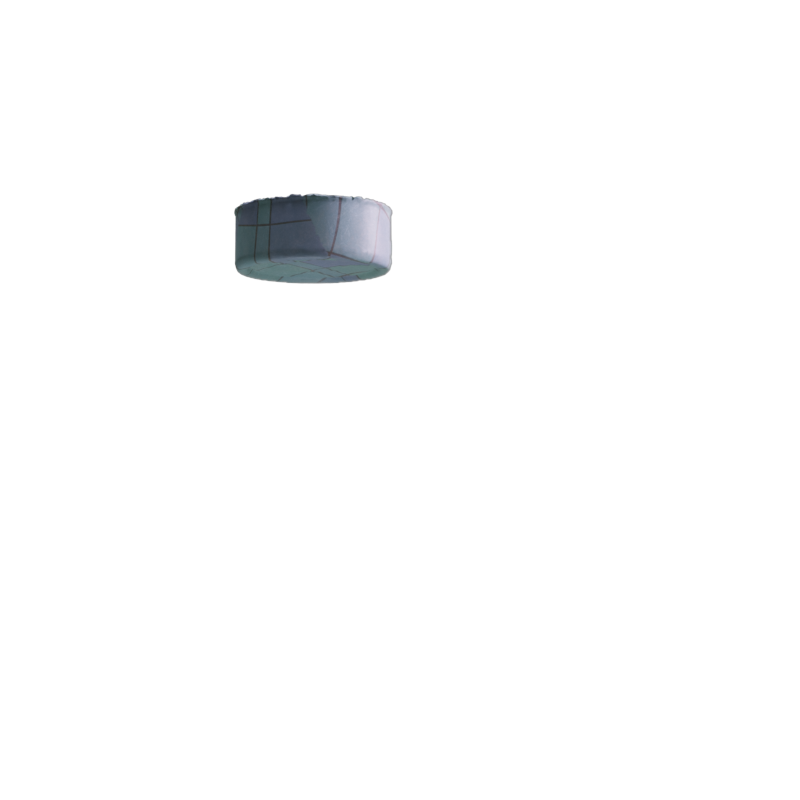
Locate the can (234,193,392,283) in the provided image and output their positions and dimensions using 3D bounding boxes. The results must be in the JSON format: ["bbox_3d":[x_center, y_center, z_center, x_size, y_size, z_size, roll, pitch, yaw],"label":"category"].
[{"bbox_3d":[-0.047,-0.085,0.597,0.086,0.034,0.084,0,-4,-2],"label":"can"}]
